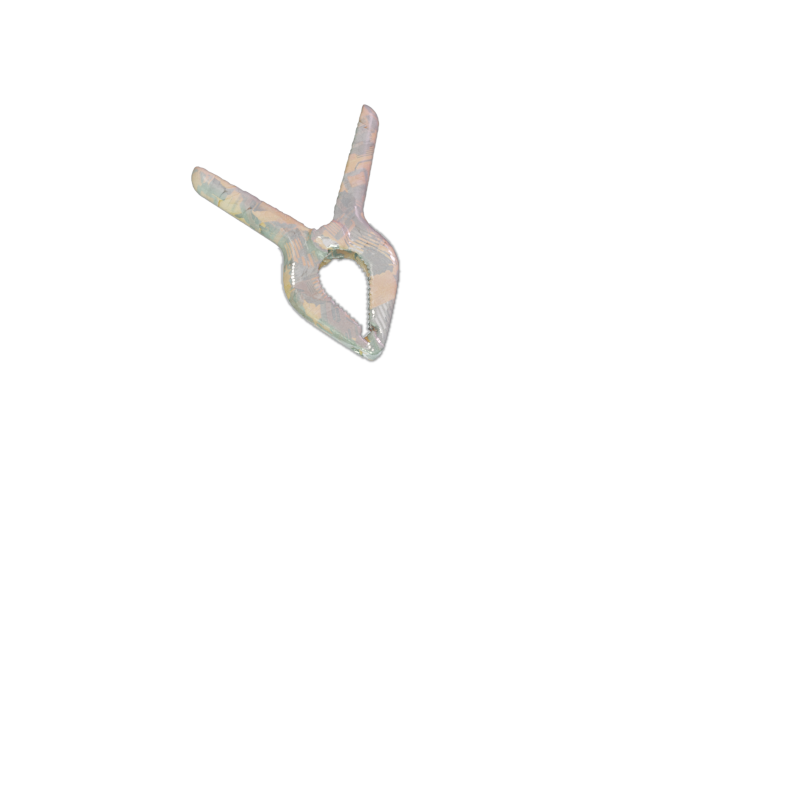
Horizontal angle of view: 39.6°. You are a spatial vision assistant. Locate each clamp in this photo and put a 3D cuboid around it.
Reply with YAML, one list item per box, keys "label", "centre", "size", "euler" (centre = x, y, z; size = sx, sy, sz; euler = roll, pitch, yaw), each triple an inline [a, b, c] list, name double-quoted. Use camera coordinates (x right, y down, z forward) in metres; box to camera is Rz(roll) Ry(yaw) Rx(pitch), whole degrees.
- label: "clamp"
  centre: [-0.070, -0.128, 0.896]
  size: [0.164, 0.220, 0.035]
  euler: [-16, -17, -5]
